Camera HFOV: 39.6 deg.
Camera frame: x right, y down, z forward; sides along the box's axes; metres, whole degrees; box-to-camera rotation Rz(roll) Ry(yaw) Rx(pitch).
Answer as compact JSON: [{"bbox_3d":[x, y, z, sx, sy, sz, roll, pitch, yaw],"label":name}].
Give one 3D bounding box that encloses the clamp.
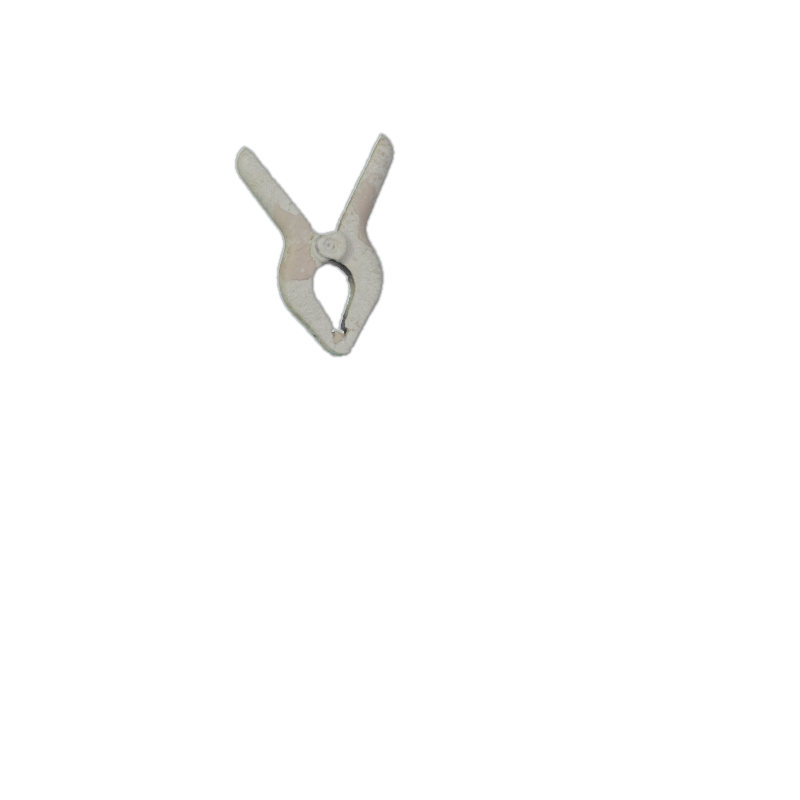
[{"bbox_3d":[-0.066,-0.120,0.837,0.120,0.176,0.038,1,-11,0],"label":"clamp"}]
